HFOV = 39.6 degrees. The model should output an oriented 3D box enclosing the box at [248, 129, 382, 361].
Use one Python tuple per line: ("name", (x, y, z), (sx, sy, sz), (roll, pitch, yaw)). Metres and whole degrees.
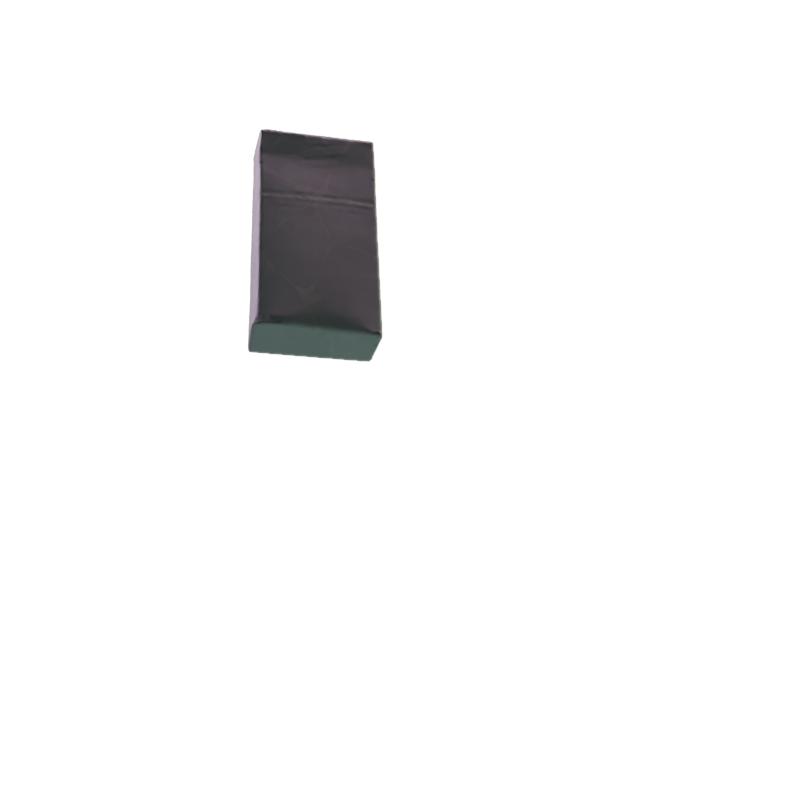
("box", (-0.065, -0.118, 0.830), (0.092, 0.188, 0.046), (4, -34, -10))
